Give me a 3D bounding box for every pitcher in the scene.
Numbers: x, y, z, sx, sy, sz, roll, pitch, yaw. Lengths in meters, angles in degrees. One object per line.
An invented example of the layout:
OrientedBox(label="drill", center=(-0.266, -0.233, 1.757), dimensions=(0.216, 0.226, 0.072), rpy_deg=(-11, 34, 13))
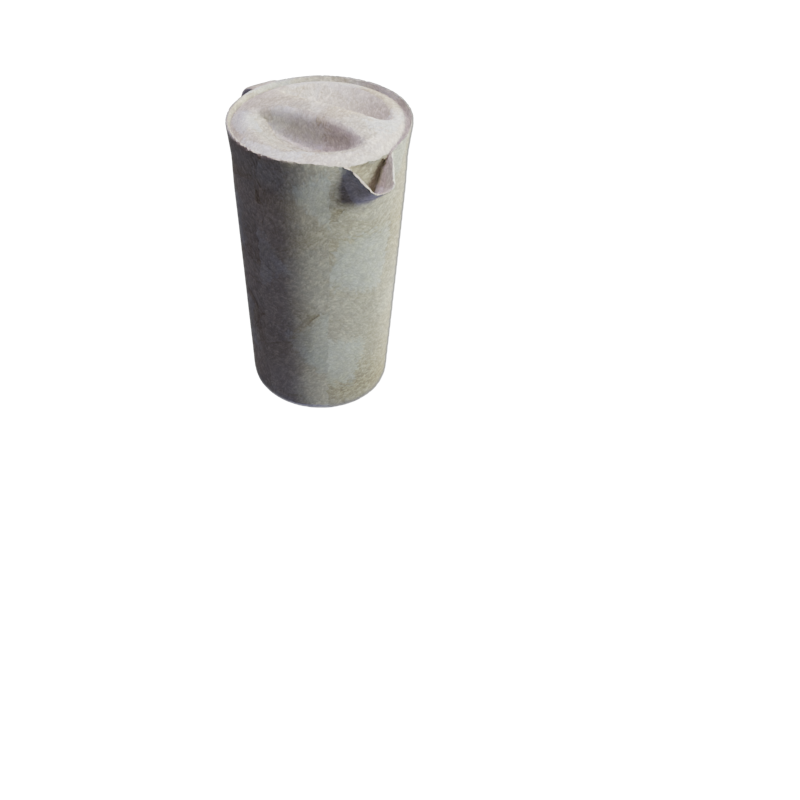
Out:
OrientedBox(label="pitcher", center=(-0.067, -0.122, 0.855), dimensions=(0.147, 0.227, 0.157), rpy_deg=(8, 39, 7))
